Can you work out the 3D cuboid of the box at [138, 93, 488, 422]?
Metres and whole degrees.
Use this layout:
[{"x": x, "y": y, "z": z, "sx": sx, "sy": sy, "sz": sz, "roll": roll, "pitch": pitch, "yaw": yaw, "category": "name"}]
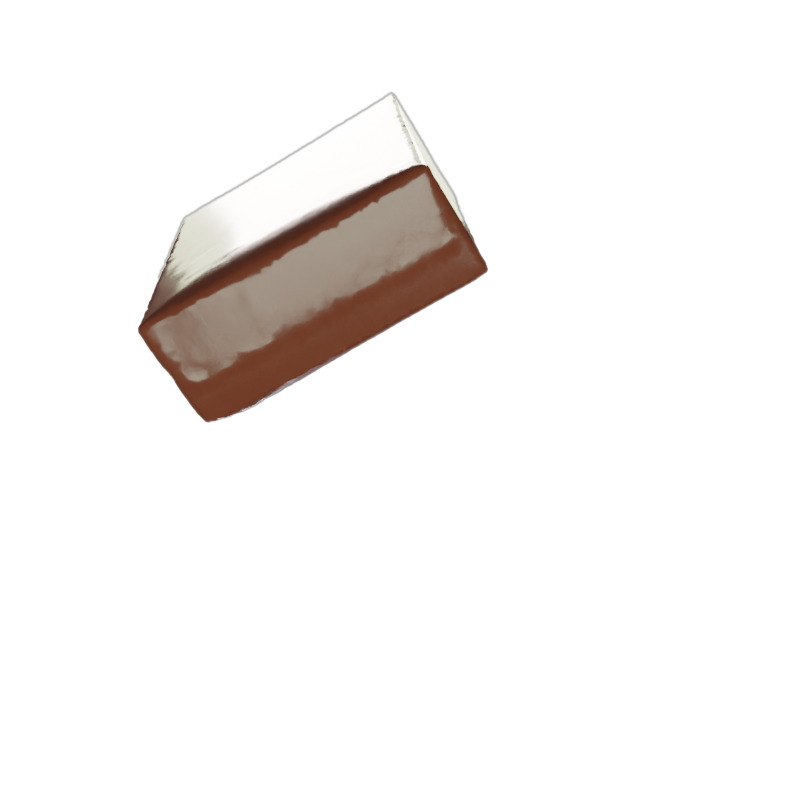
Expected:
[{"x": -0.050, "y": -0.090, "z": 0.633, "sx": 0.164, "sy": 0.069, "sz": 0.224, "roll": -29, "pitch": 21, "yaw": 8, "category": "box"}]
